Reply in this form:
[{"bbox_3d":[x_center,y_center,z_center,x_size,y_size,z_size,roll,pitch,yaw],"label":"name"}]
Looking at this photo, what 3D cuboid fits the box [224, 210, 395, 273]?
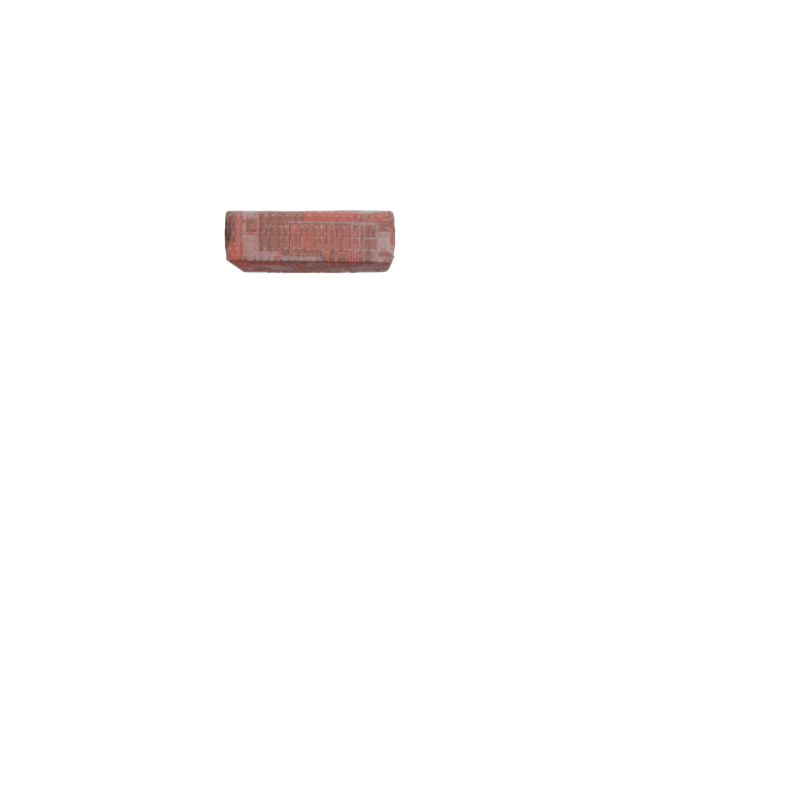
[{"bbox_3d":[-0.047,-0.087,0.608,0.089,0.030,0.073,0,1,2],"label":"box"}]
